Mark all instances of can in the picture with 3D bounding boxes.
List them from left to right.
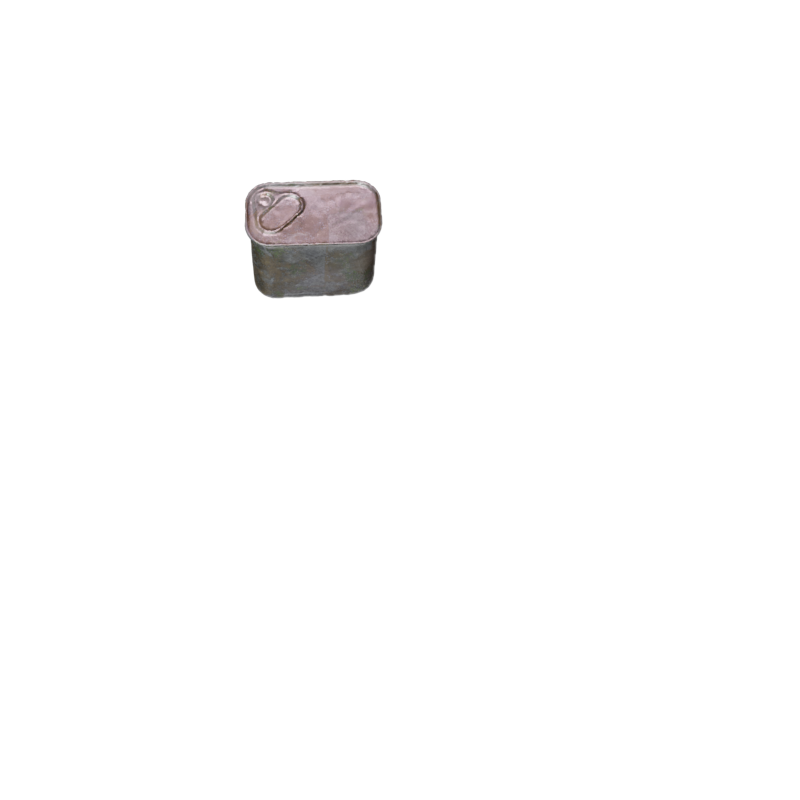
[{"bbox_3d":[-0.067,-0.122,0.858,0.102,0.061,0.079,-2,-28,-3],"label":"can"}]
